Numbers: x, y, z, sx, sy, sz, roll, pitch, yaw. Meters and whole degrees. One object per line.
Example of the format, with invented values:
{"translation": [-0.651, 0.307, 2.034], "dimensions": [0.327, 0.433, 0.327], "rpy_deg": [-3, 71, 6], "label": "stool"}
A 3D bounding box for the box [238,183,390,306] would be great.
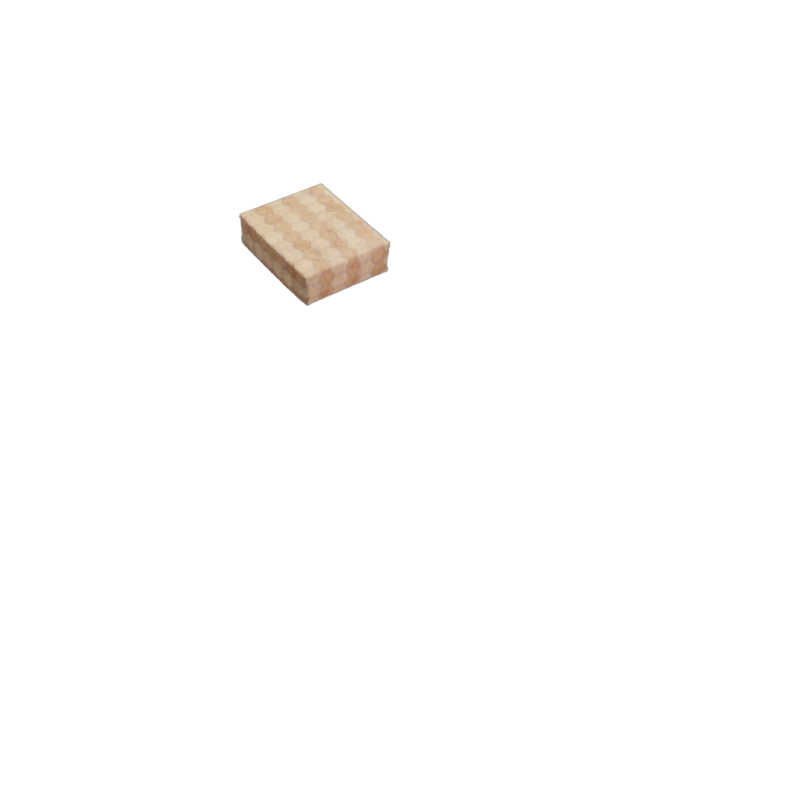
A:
{"translation": [-0.077, -0.141, 0.986], "dimensions": [0.089, 0.036, 0.122], "rpy_deg": [-25, 50, -24], "label": "box"}
